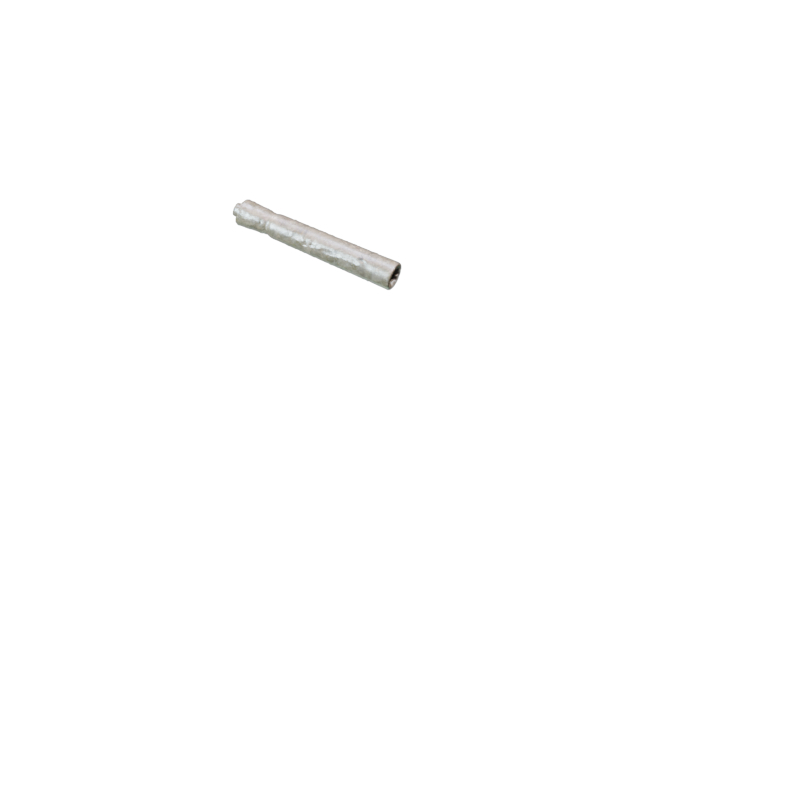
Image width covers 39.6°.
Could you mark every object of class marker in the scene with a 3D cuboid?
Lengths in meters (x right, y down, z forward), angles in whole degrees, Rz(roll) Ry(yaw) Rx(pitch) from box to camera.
[{"bbox_3d":[-0.057,-0.103,0.724,0.126,0.019,0.019,25,12,20],"label":"marker"}]
